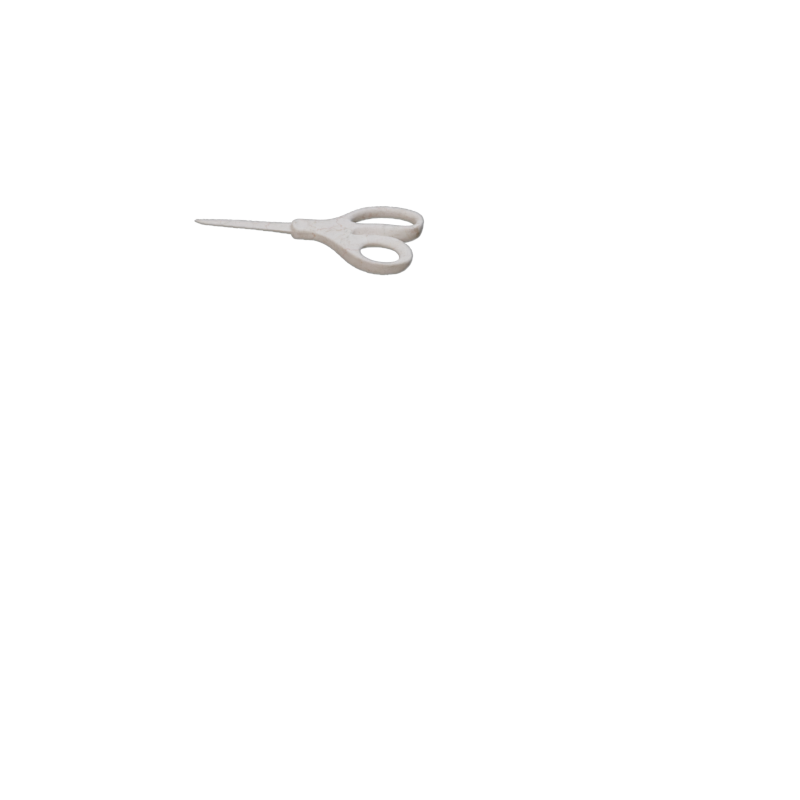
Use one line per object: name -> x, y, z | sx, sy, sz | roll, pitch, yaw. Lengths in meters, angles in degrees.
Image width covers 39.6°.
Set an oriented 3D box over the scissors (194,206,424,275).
scissors -> -0.076, -0.138, 0.965 | 0.200, 0.015, 0.104 | -6, 41, -7
